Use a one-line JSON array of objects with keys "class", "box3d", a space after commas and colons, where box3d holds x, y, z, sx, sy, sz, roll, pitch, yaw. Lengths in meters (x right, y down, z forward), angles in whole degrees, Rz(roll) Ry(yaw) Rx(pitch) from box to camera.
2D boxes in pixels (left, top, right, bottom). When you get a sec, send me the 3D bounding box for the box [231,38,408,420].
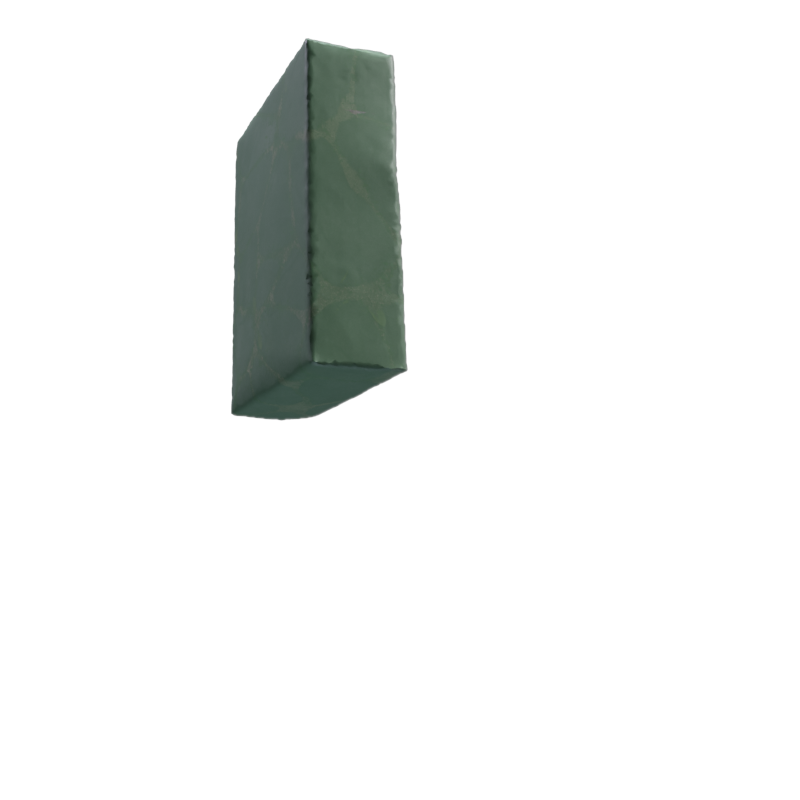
[{"class": "box", "box3d": [-0.058, -0.106, 0.745, 0.070, 0.223, 0.162, 7, -19, -23]}]
